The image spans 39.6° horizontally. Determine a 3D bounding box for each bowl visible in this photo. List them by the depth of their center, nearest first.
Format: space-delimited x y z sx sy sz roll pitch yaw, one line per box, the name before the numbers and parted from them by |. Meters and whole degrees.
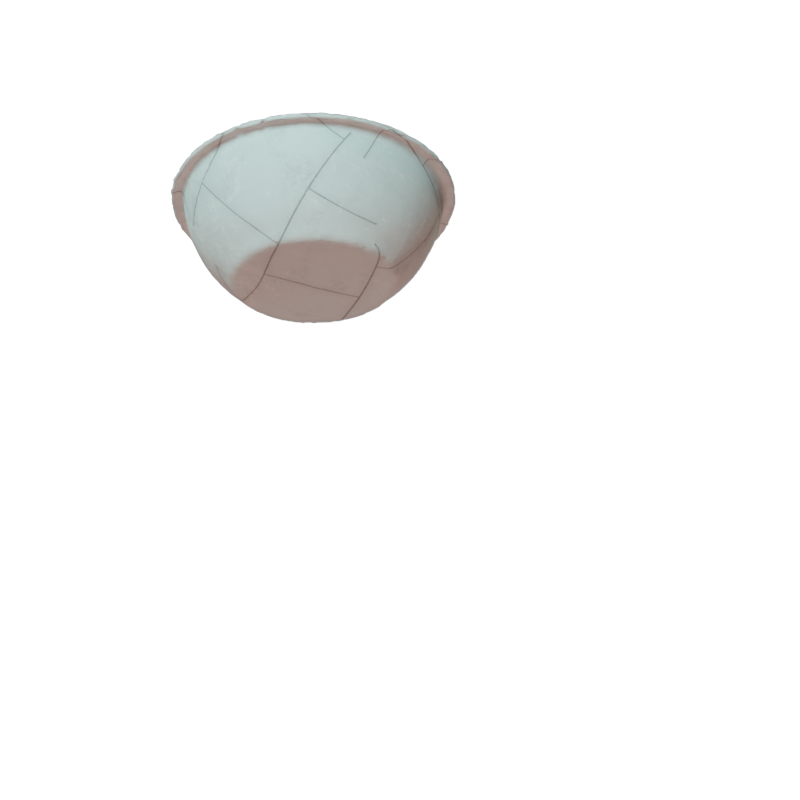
bowl | -0.049 -0.089 0.620 0.162 0.059 0.152 1 -28 -2
